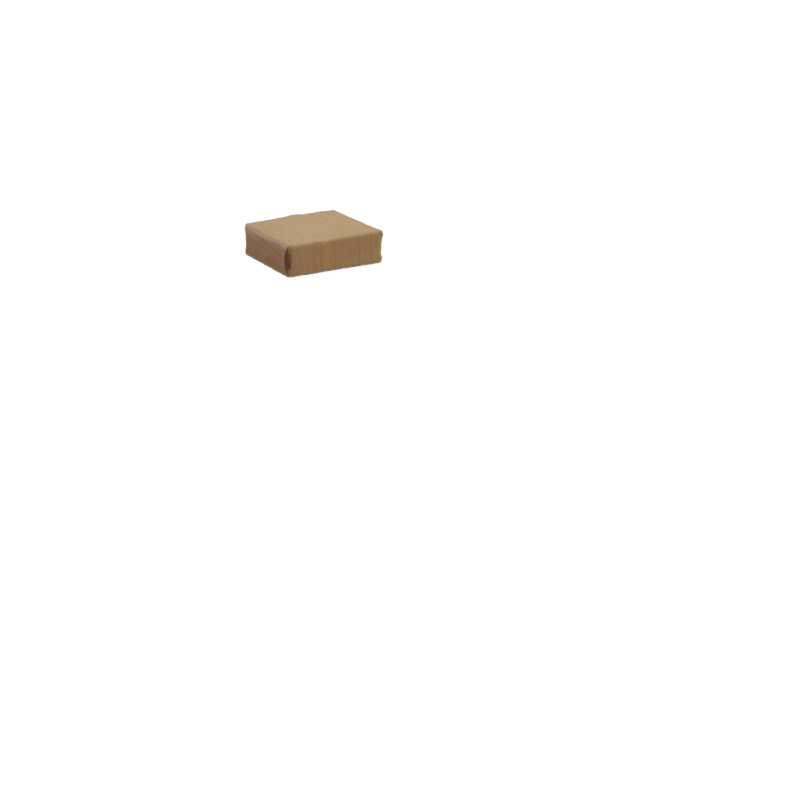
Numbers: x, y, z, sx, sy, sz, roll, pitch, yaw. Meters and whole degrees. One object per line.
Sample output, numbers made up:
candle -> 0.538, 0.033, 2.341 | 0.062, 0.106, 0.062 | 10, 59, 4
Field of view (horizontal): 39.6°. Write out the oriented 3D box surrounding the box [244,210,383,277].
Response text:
box -> -0.070, -0.127, 0.892 | 0.087, 0.029, 0.078 | -14, 27, -29
